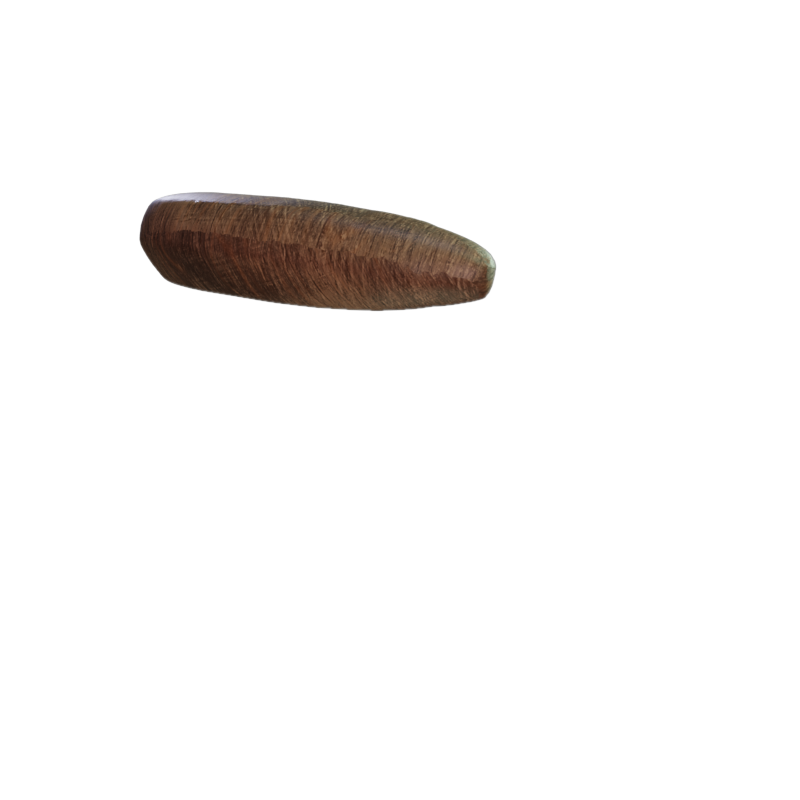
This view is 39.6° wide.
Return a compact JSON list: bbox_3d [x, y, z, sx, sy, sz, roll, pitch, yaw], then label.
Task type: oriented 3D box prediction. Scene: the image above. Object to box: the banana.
[{"bbox_3d":[-0.050,-0.058,0.408,0.067,0.036,0.207,-6,13,-31],"label":"banana"}]
